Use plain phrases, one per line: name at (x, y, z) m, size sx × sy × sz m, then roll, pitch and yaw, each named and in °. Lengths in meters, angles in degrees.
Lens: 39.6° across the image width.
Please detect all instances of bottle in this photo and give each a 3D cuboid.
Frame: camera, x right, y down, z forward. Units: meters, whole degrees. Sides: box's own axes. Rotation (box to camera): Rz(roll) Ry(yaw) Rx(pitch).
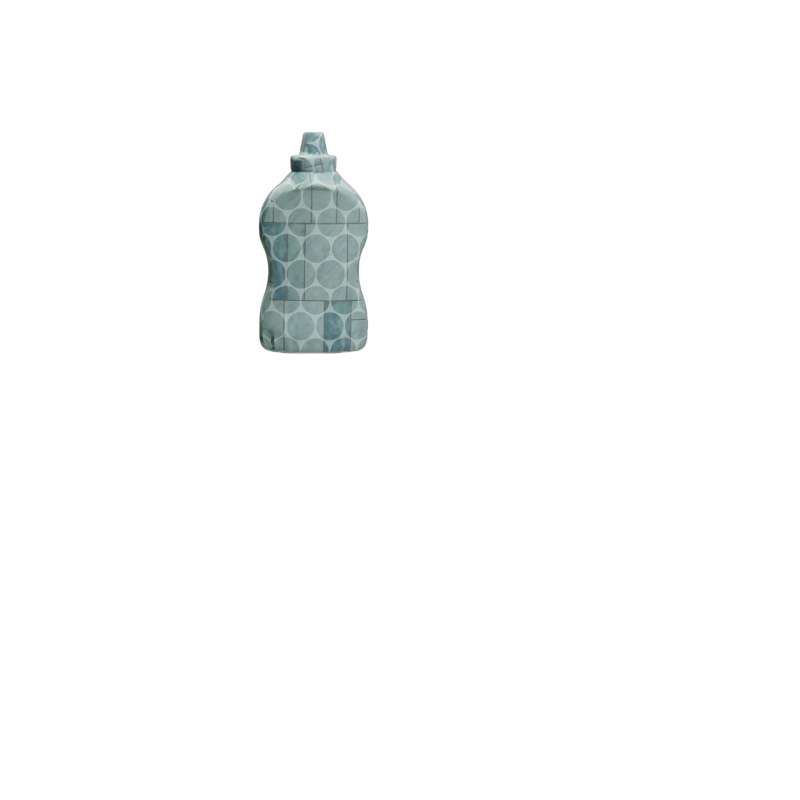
bottle at (-0.076, -0.139, 0.975) m, size 0.096 × 0.188 × 0.059 m, roll 0°, pitch 7°, yaw -1°
